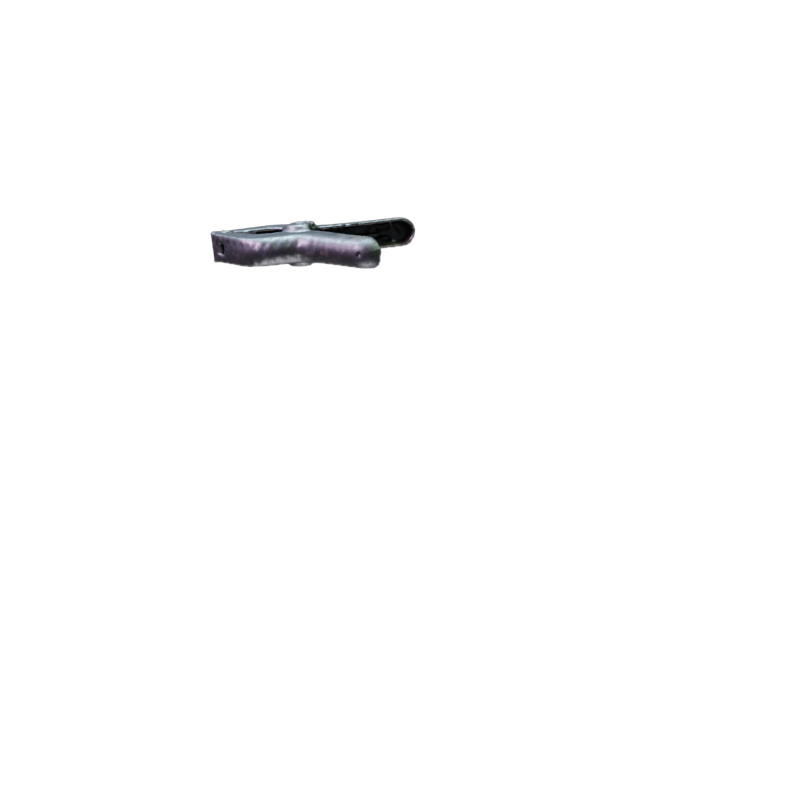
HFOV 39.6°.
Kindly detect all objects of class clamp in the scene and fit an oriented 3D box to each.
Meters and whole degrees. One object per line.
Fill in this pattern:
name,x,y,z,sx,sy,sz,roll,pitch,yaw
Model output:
clamp,-0.073,-0.133,0.934,0.178,0.038,0.118,6,14,26
